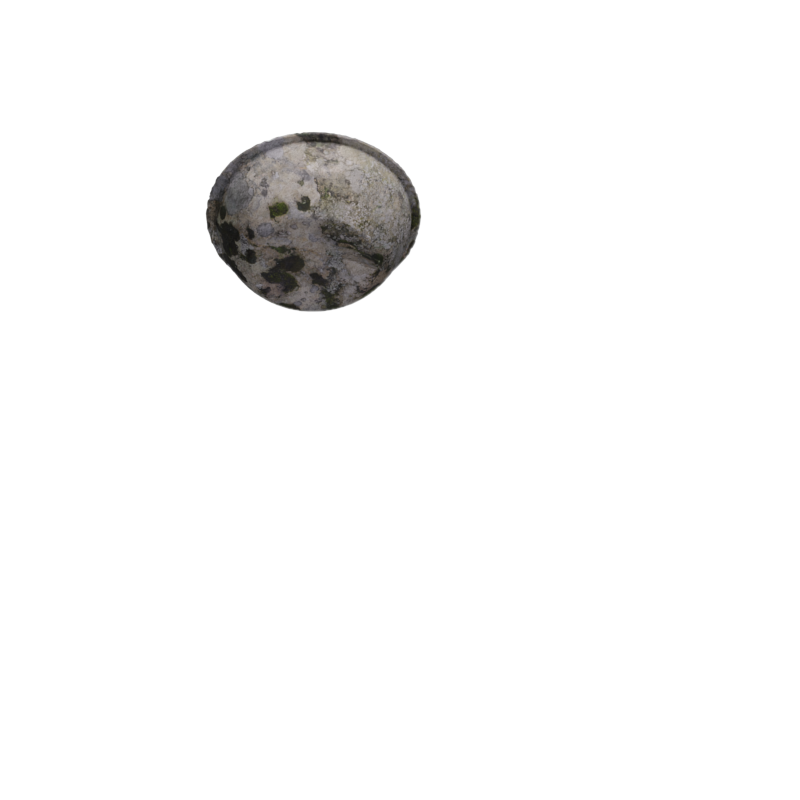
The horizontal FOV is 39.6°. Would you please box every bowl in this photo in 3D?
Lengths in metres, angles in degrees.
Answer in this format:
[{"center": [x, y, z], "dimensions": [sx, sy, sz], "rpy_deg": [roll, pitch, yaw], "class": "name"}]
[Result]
[{"center": [-0.064, -0.116, 0.816], "dimensions": [0.162, 0.151, 0.059], "rpy_deg": [1, 44, -1], "class": "bowl"}]
